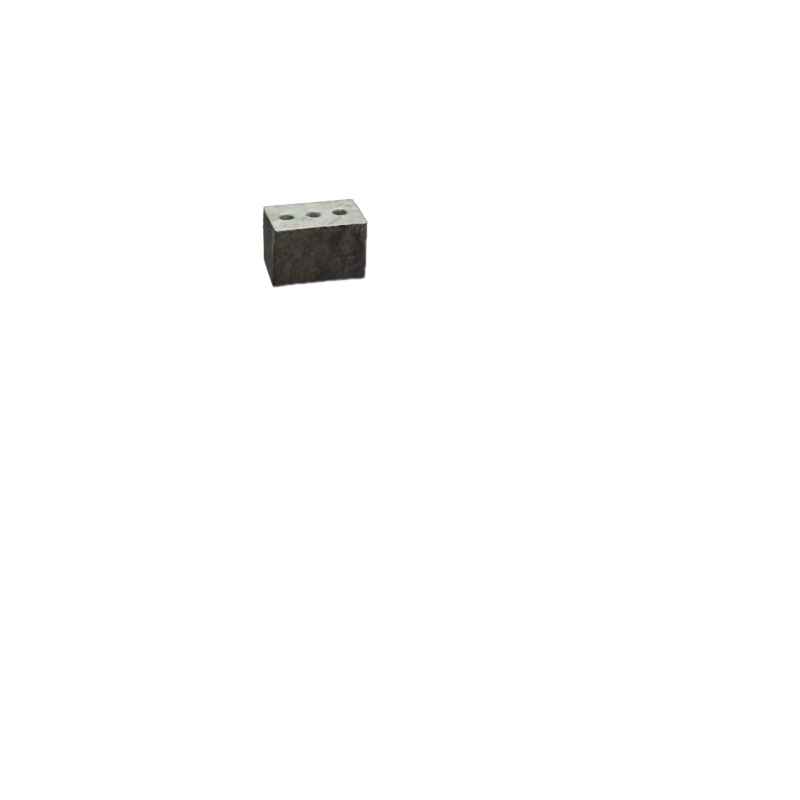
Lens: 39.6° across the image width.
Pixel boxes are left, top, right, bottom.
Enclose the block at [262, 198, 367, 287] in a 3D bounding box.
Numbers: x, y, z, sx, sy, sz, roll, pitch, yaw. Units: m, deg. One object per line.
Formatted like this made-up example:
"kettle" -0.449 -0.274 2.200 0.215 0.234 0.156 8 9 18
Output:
"block" -0.071 -0.129 0.904 0.077 0.048 0.057 -7 31 -13
